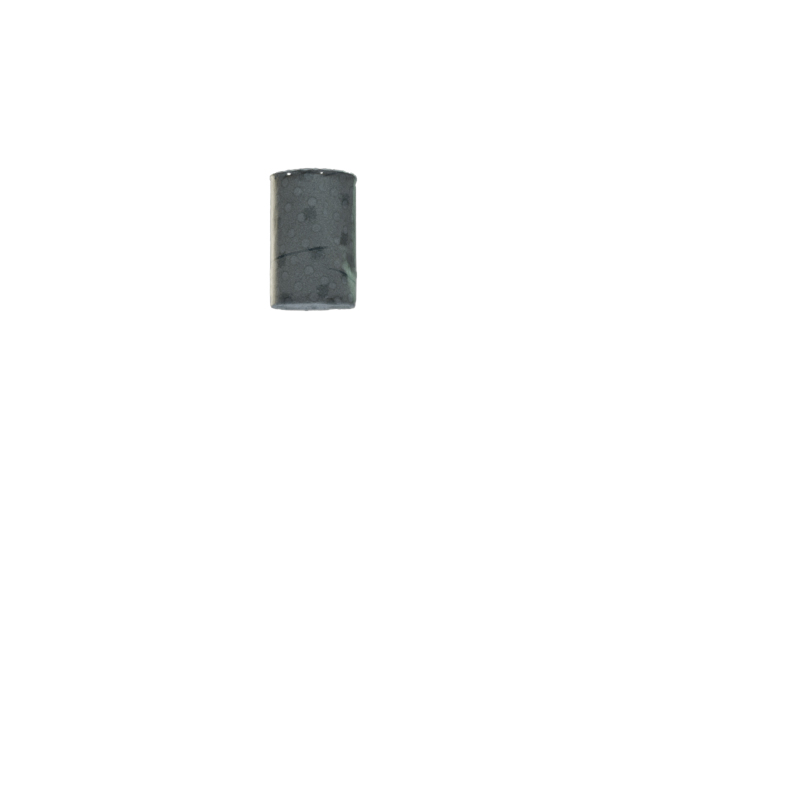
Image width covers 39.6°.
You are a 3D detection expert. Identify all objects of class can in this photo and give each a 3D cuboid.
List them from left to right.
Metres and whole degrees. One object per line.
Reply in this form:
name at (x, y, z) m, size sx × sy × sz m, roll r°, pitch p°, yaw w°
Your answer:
can at (-0.067, -0.122, 0.852) m, size 0.068 × 0.104 × 0.068 m, roll 0°, pitch -5°, yaw -2°
